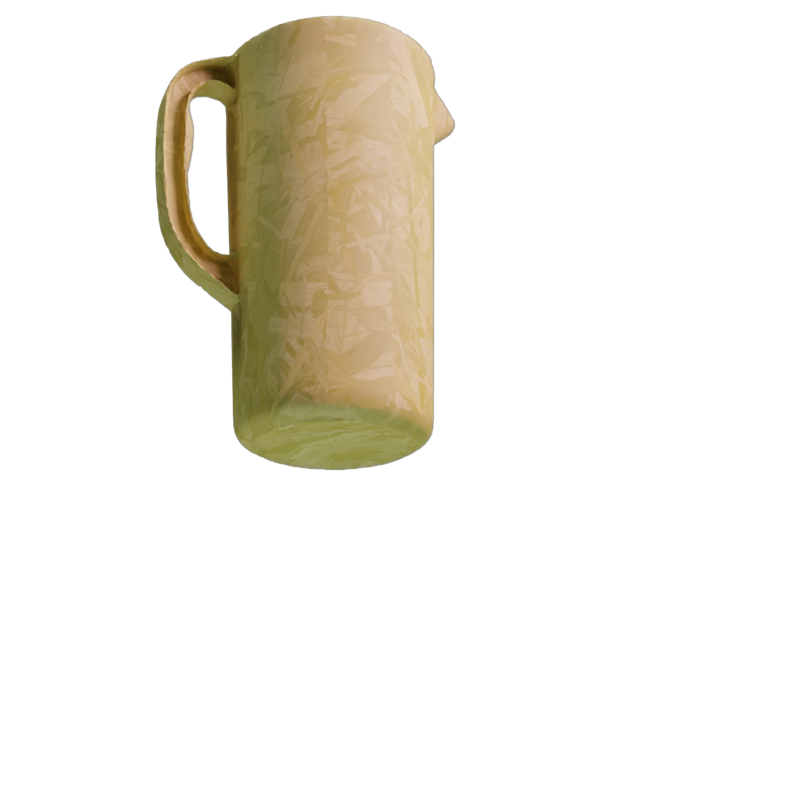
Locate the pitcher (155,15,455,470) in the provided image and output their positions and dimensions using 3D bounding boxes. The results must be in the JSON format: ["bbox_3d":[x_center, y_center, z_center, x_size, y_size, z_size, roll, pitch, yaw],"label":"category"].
[{"bbox_3d":[-0.050,-0.092,0.642,0.151,0.257,0.135,-11,-26,19],"label":"pitcher"}]
